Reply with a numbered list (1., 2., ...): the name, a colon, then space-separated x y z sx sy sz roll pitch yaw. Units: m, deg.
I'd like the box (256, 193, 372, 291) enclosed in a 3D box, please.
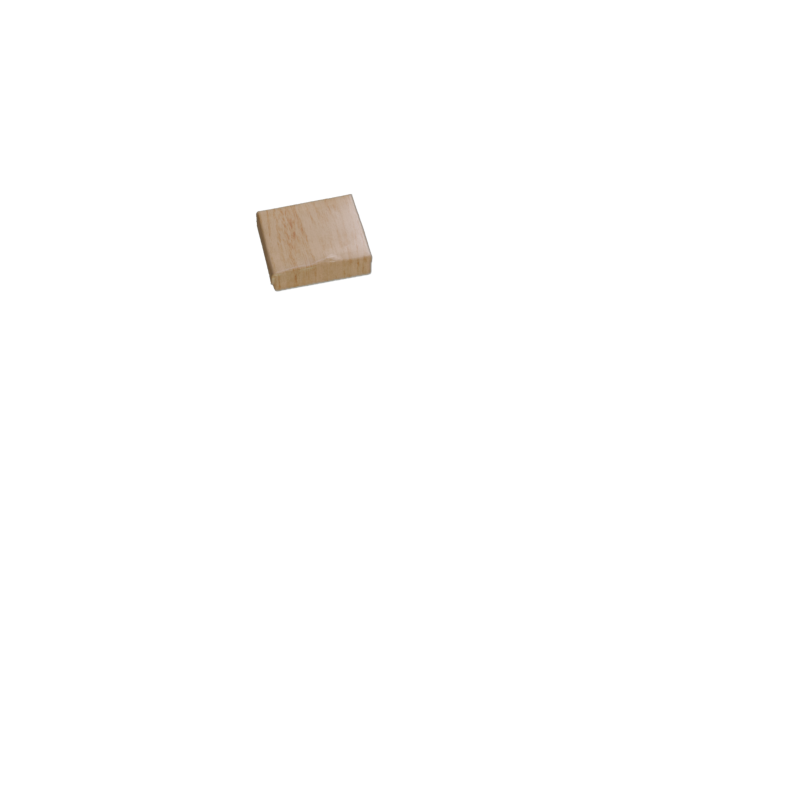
1. box: -0.076 -0.138 0.967 0.088 0.079 0.028 -11 -35 -8
